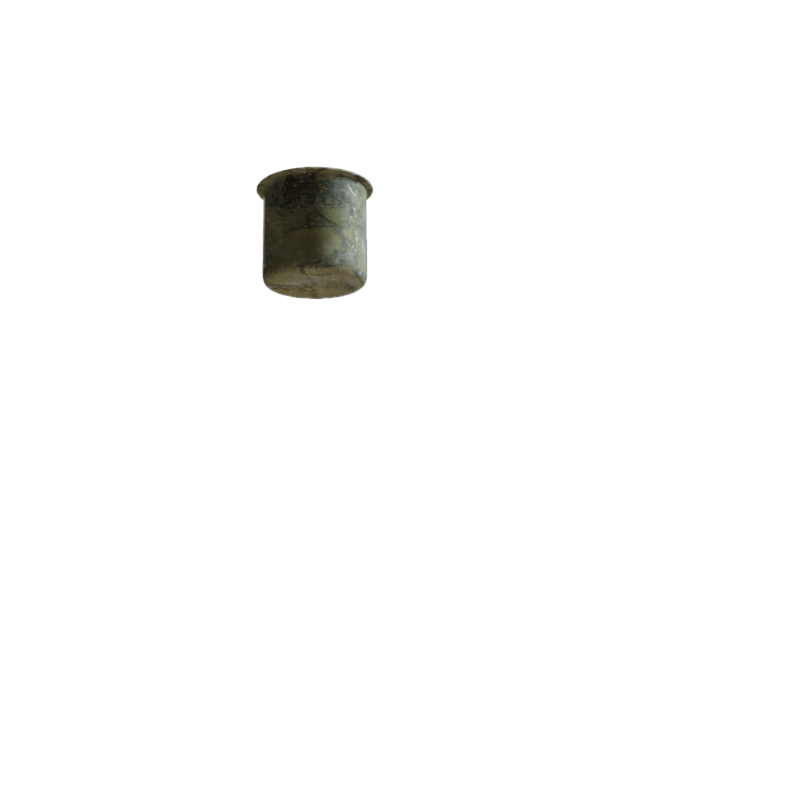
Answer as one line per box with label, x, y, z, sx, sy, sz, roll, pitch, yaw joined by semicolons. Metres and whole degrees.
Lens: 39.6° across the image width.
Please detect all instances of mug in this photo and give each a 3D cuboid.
mug;-0.069;-0.126;0.883;0.092;0.085;0.114;2;-14;-8
